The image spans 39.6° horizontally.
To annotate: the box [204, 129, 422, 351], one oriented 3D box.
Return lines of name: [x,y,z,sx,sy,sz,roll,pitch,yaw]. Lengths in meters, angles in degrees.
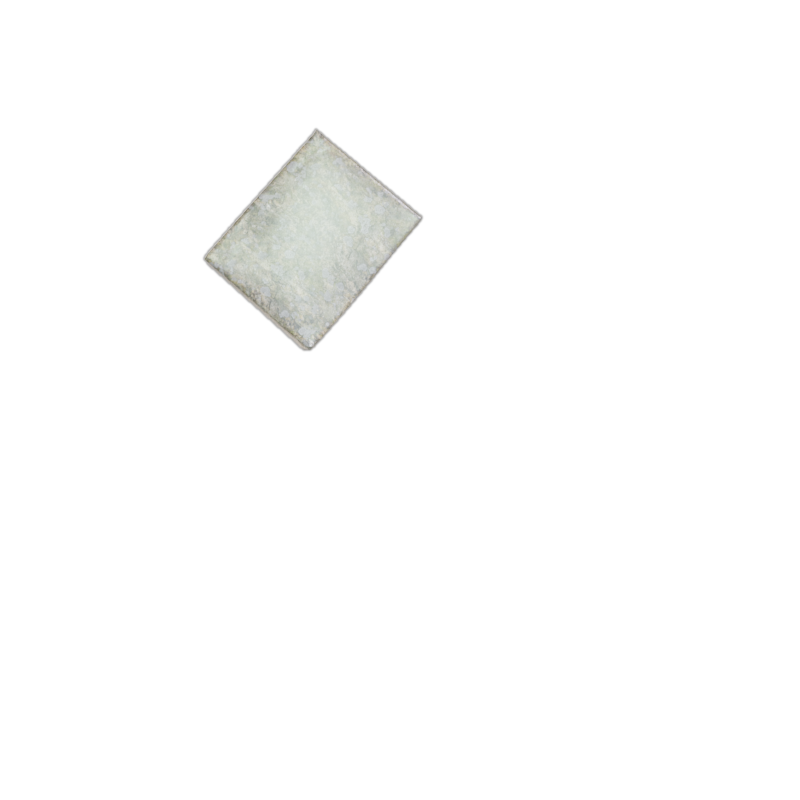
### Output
box: [-0.056,-0.102,0.714,0.091,0.114,0.038,40,-6,4]
